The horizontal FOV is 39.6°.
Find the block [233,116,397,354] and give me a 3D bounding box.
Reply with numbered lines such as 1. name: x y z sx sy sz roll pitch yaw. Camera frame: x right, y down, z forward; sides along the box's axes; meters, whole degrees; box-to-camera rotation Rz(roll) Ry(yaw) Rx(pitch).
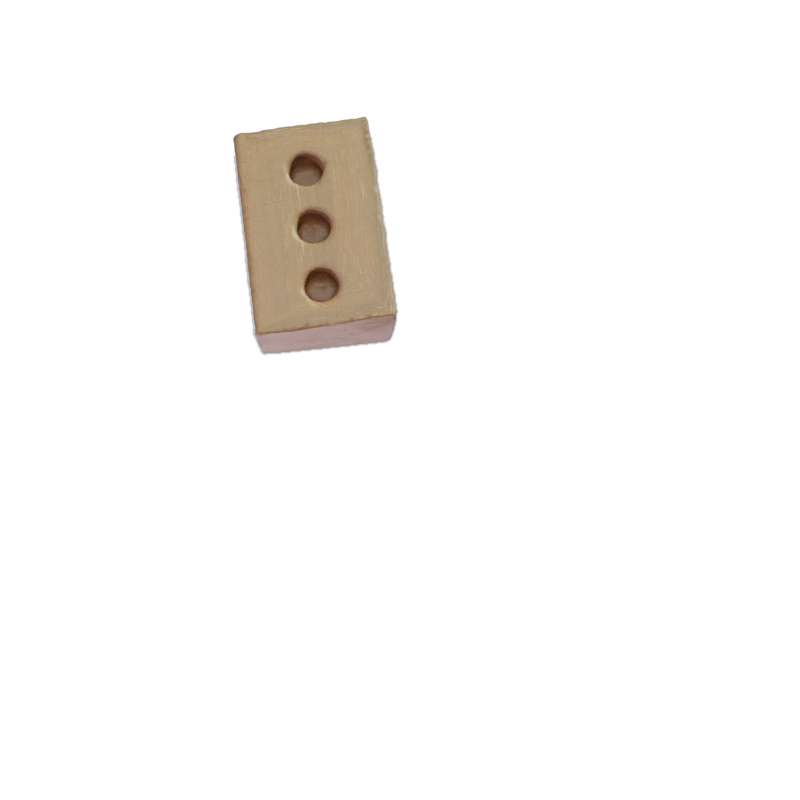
1. block: -0.033 -0.061 0.426 0.052 0.080 0.050 -8 -11 -3
